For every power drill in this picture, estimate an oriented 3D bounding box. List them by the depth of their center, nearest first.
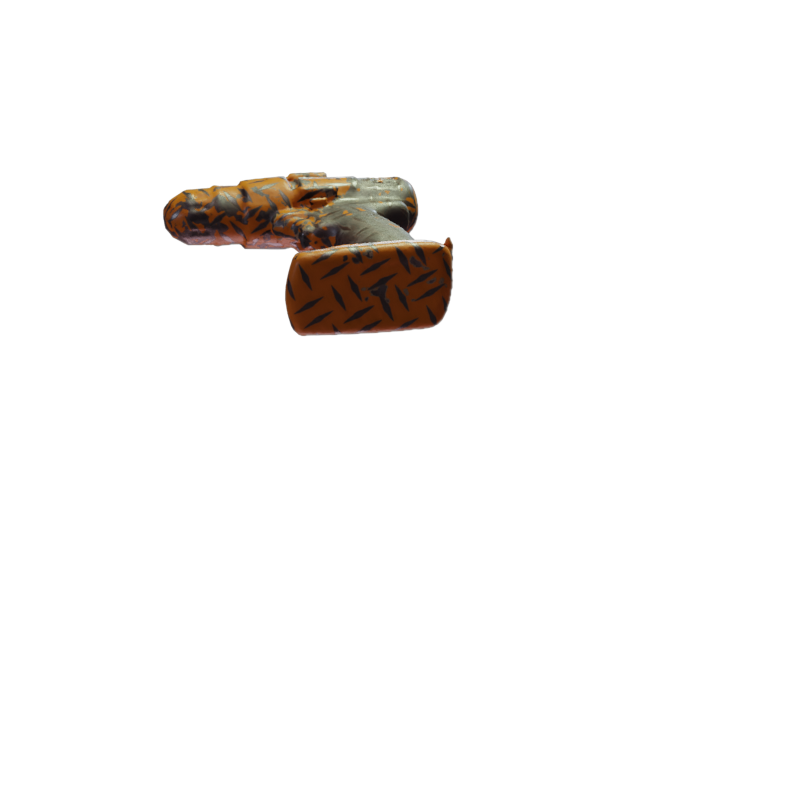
[{"bbox_3d":[-0.058,-0.105,0.736,0.182,0.054,0.201,-7,28,-14],"label":"power drill"}]
